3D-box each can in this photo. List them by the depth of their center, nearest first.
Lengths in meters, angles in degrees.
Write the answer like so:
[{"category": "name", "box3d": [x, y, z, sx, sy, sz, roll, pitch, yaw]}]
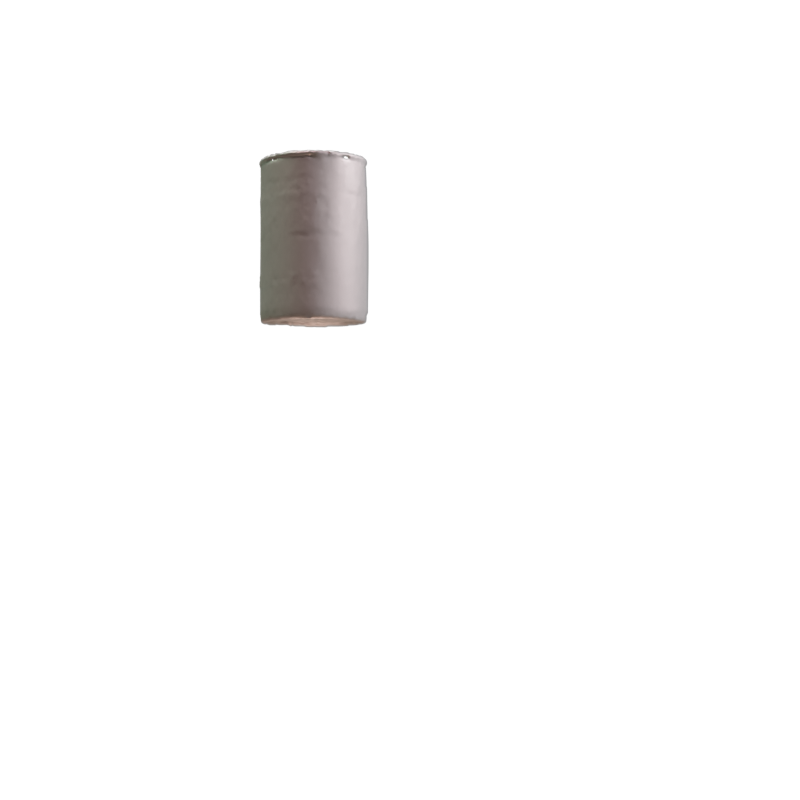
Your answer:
[{"category": "can", "box3d": [-0.054, -0.099, 0.690, 0.068, 0.104, 0.067, 0, -6, -2]}]
